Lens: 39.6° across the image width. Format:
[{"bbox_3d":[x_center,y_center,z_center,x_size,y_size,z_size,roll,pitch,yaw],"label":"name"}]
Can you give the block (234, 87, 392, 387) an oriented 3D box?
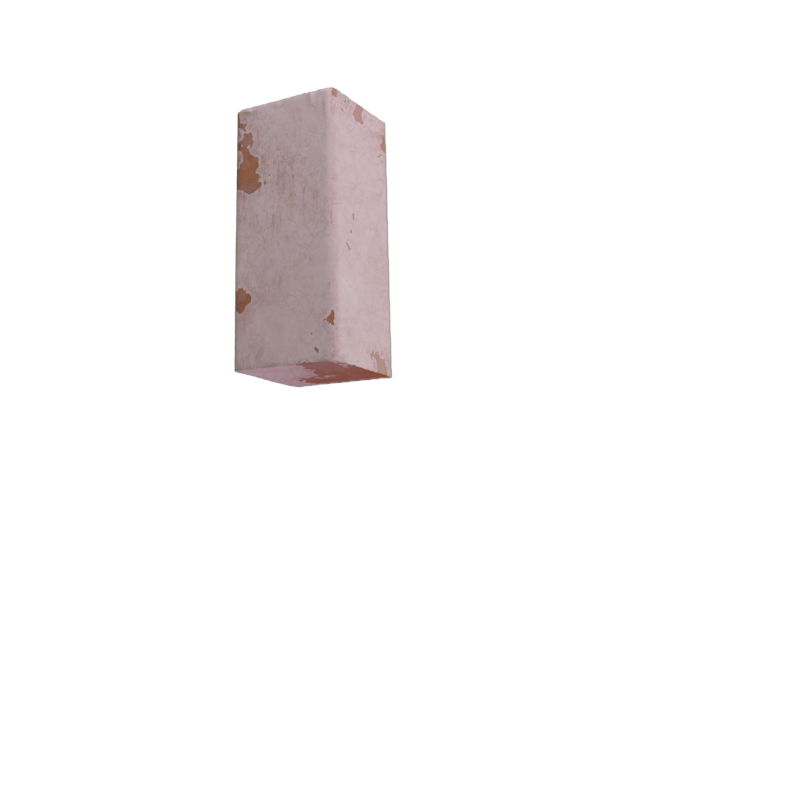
[{"bbox_3d":[-0.067,-0.122,0.851,0.093,0.214,0.085,-9,-17,28],"label":"block"}]
